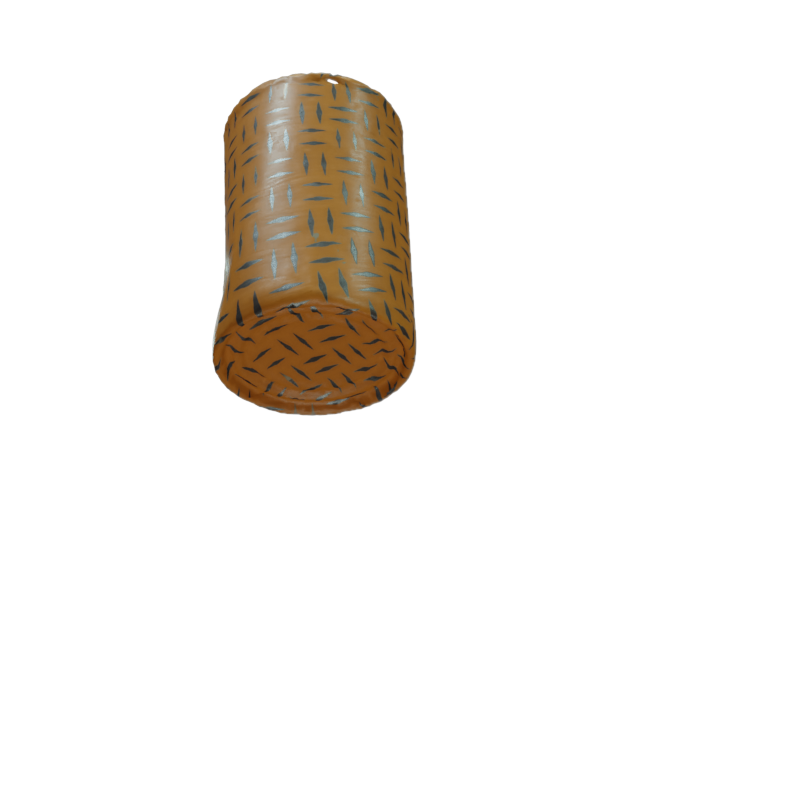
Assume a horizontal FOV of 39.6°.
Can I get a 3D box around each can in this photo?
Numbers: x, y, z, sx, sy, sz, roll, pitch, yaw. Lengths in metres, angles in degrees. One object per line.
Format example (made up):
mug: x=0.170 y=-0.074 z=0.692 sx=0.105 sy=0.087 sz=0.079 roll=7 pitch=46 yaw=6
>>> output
can: x=-0.030 y=-0.055 z=0.387 sx=0.068 sy=0.109 sz=0.064 roll=-1 pitch=-36 yaw=-3
